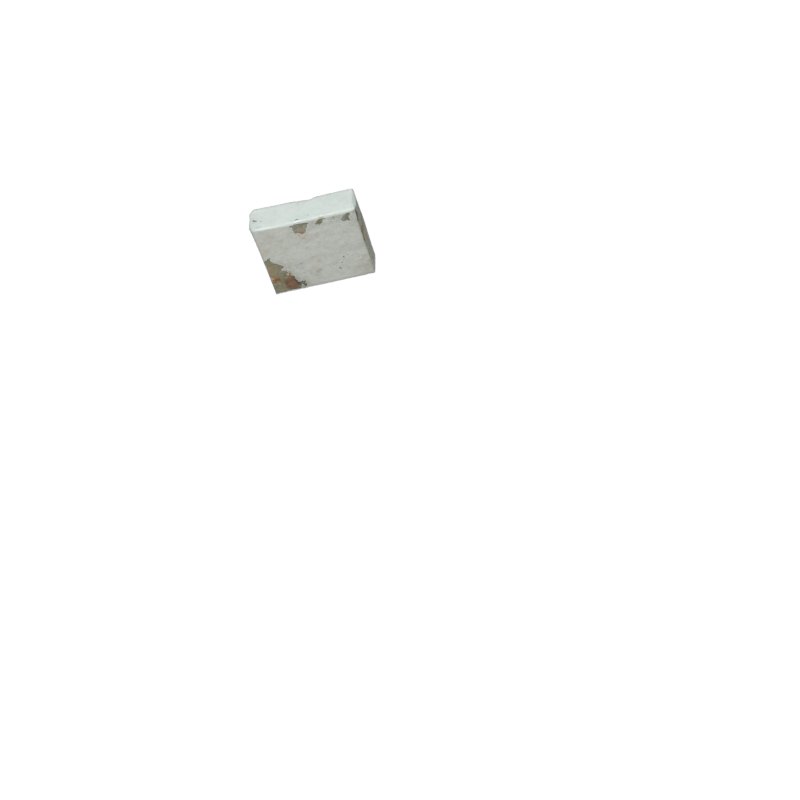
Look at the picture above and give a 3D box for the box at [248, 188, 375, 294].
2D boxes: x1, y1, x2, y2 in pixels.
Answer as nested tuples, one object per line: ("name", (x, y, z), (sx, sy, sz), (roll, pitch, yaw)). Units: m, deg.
("box", (-0.071, -0.130, 0.911), (0.090, 0.032, 0.067), (-11, -46, 10))
